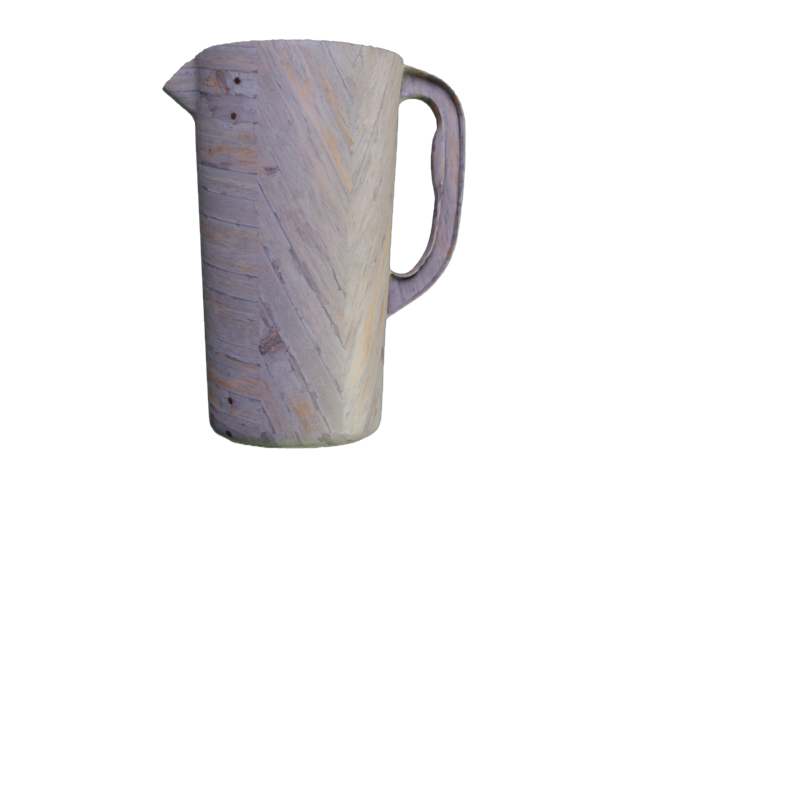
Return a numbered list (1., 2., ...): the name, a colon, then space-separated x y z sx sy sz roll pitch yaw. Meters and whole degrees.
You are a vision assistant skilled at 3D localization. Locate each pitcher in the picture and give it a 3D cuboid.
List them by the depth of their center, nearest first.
1. pitcher: -0.054 -0.099 0.693 0.155 0.243 0.140 2 3 38
